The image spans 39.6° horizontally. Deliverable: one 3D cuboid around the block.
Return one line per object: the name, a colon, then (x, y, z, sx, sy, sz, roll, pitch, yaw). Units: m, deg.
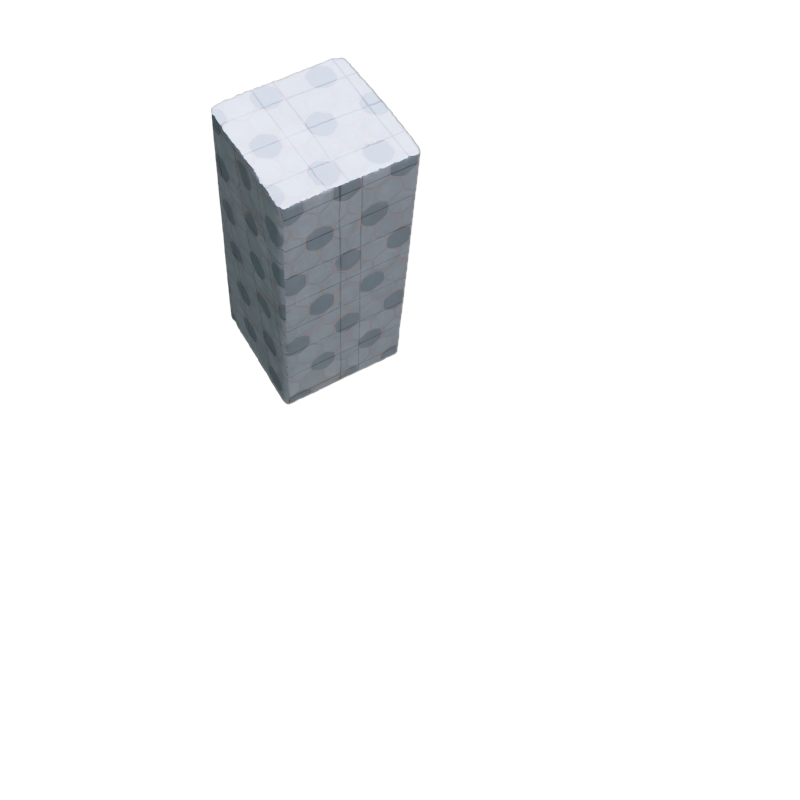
block: (-0.055, -0.100, 0.697, 0.090, 0.097, 0.193, -25, -28, -18)
